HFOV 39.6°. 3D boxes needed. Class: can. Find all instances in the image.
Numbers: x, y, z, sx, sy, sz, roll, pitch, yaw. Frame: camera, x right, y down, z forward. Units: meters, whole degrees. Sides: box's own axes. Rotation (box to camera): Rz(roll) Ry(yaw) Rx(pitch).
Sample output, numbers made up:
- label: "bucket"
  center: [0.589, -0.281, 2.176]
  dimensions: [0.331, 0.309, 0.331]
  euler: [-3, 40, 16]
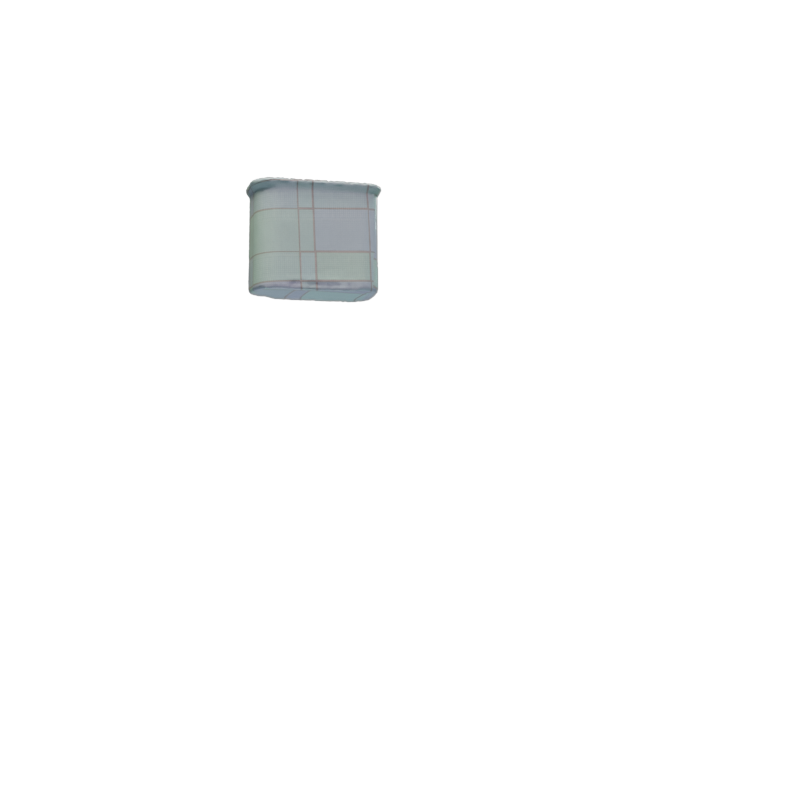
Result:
- label: "can"
  center: [-0.066, -0.121, 0.847]
  dimensions: [0.100, 0.086, 0.057]
  euler: [2, -10, -14]
